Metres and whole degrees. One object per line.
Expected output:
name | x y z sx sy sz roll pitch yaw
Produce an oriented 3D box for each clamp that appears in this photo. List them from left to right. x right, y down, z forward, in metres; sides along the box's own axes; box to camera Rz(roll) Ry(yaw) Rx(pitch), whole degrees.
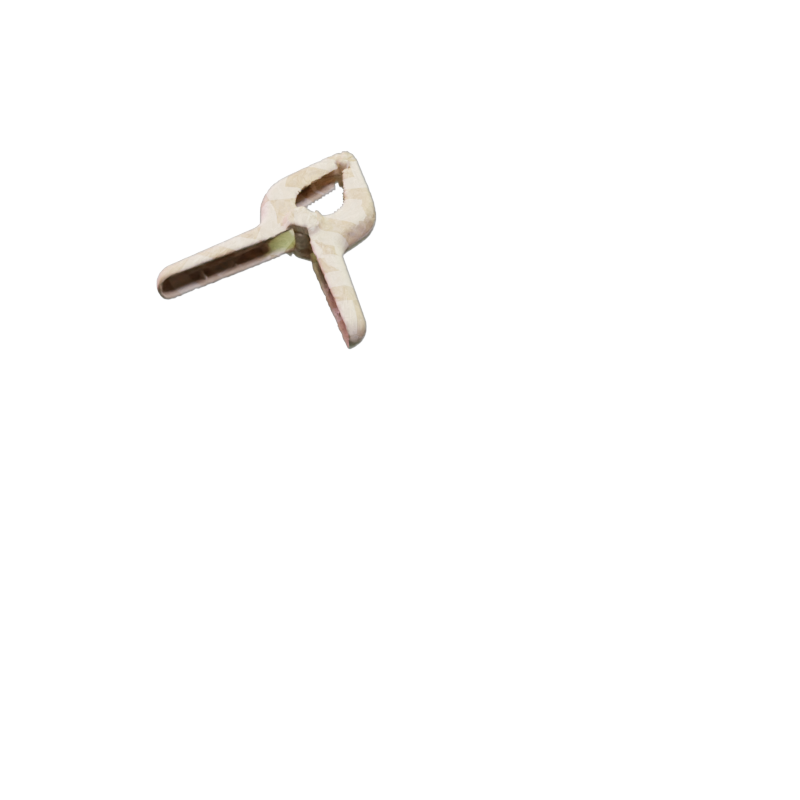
clamp | -0.068 -0.124 0.871 0.171 0.034 0.217 19 48 19
